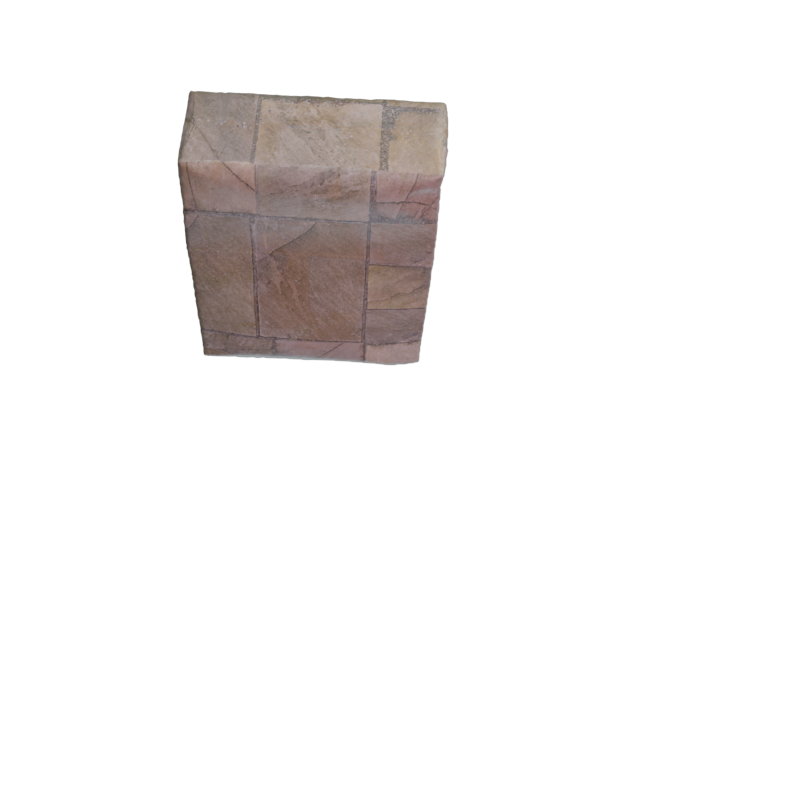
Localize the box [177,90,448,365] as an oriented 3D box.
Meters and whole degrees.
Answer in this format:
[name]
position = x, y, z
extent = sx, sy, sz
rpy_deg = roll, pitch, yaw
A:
[box]
position = -0.059, -0.108, 0.755
extent = 0.164, 0.077, 0.200
rpy_deg = 4, -33, 0
